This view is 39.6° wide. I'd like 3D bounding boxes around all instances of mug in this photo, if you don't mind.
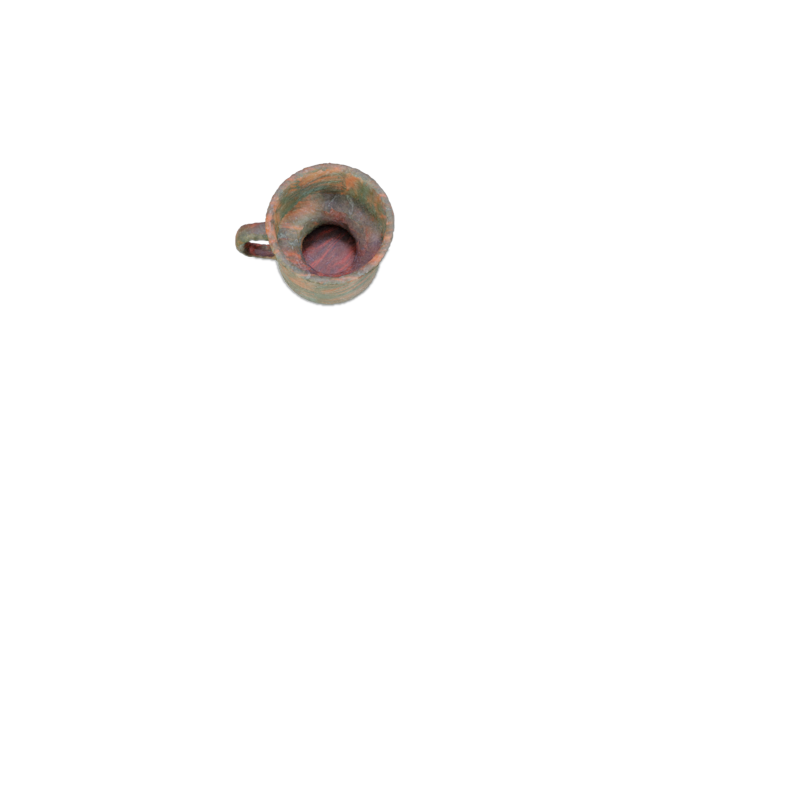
[{"bbox_3d":[-0.065,-0.119,0.833,0.117,0.097,0.078,-4,-15,-3],"label":"mug"}]
